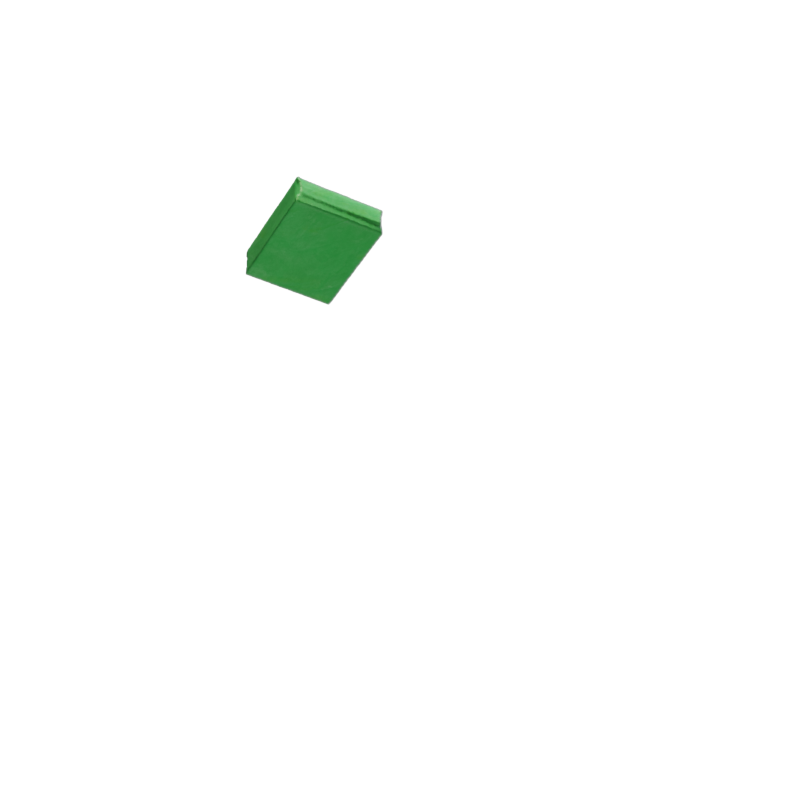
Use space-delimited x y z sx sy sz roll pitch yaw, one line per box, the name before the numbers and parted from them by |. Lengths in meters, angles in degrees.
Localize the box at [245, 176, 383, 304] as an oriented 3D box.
box | -0.065 -0.119 0.835 0.070 0.032 0.086 20 -47 -21
